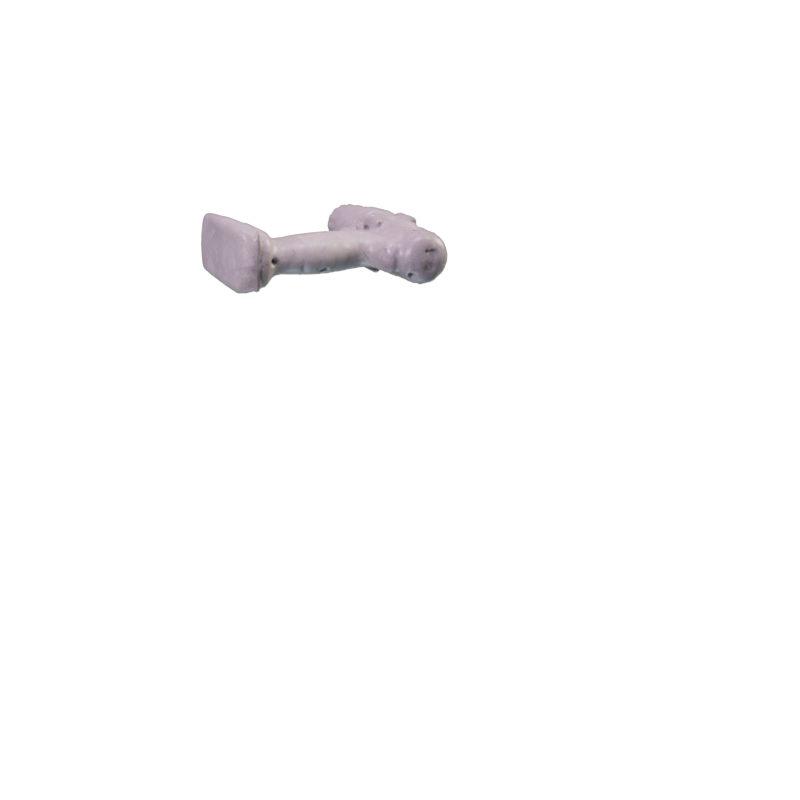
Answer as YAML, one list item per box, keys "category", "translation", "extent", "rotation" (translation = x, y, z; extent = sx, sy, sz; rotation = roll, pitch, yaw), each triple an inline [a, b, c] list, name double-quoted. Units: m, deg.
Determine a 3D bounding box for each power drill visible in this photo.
- category: "power drill"
  translation: [-0.077, -0.140, 0.982]
  extent: [0.183, 0.055, 0.195]
  rotation: [-8, 20, -25]
